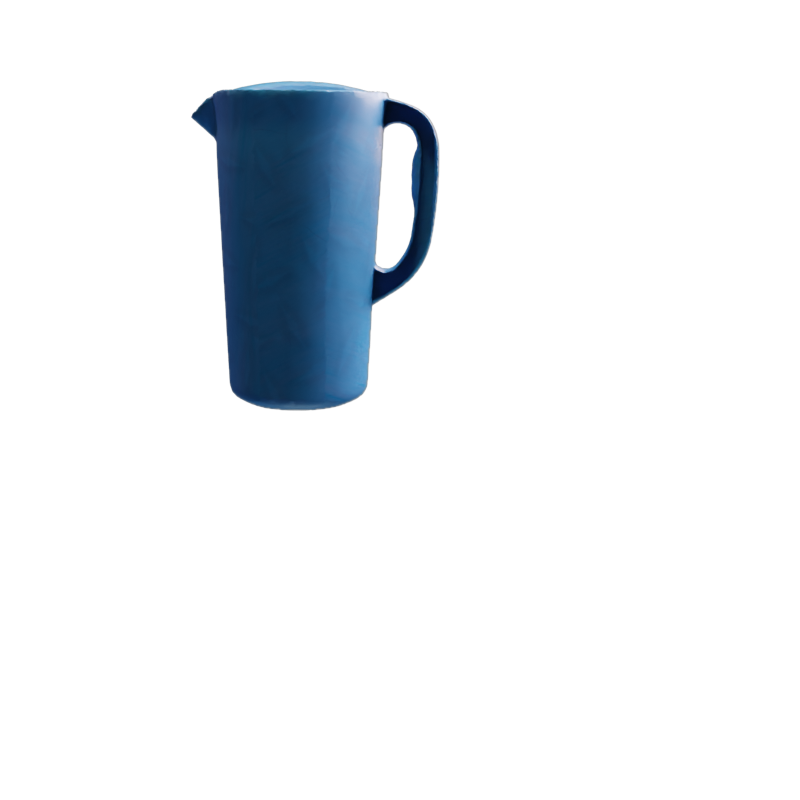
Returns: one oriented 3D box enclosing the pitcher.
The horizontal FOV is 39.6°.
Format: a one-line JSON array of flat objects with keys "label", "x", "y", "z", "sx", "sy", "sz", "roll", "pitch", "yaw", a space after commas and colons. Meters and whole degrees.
[{"label": "pitcher", "x": -0.066, "y": -0.121, "z": 0.849, "sx": 0.141, "sy": 0.238, "sz": 0.157, "roll": -8, "pitch": 12, "yaw": -41}]
